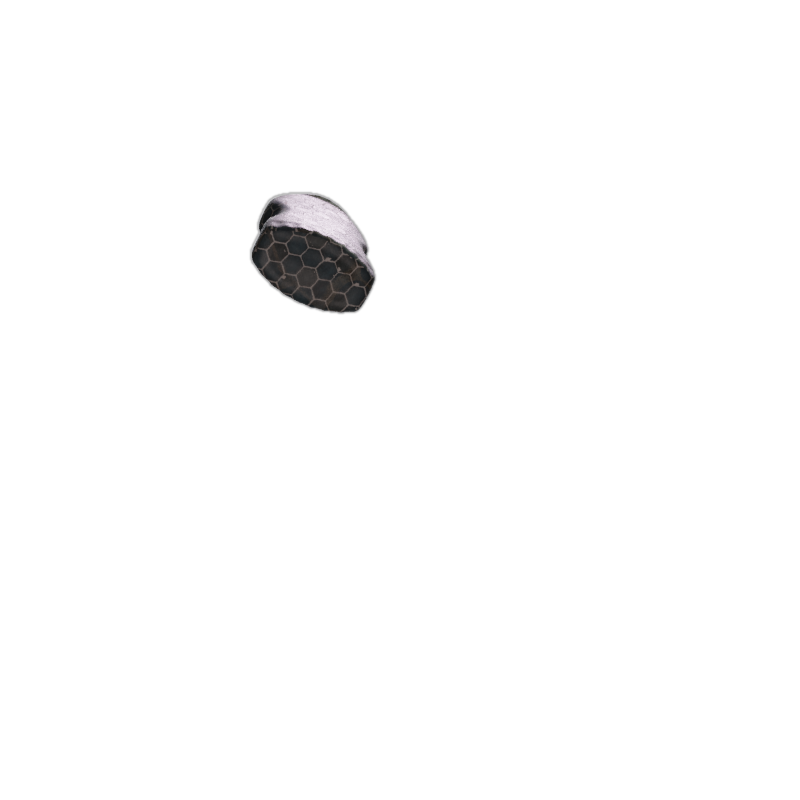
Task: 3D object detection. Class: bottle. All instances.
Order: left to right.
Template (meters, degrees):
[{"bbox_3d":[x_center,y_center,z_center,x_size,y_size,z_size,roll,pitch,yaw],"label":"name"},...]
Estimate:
[{"bbox_3d":[-0.073,-0.133,0.931,0.094,0.057,0.200,23,17,-11],"label":"bottle"}]
